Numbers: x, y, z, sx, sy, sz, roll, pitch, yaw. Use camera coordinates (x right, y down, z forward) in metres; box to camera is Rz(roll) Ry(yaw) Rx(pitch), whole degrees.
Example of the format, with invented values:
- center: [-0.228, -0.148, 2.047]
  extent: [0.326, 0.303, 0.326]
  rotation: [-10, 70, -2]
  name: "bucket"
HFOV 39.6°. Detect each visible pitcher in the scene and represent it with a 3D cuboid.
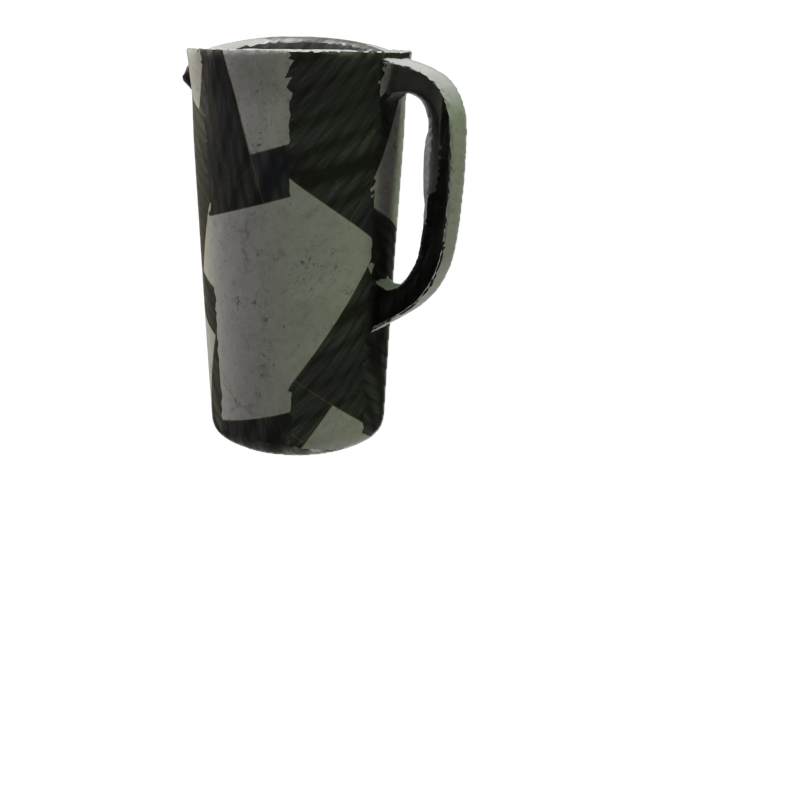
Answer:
- center: [-0.052, -0.095, 0.668]
  extent: [0.142, 0.236, 0.156]
  rotation: [-3, 13, -16]
  name: "pitcher"
